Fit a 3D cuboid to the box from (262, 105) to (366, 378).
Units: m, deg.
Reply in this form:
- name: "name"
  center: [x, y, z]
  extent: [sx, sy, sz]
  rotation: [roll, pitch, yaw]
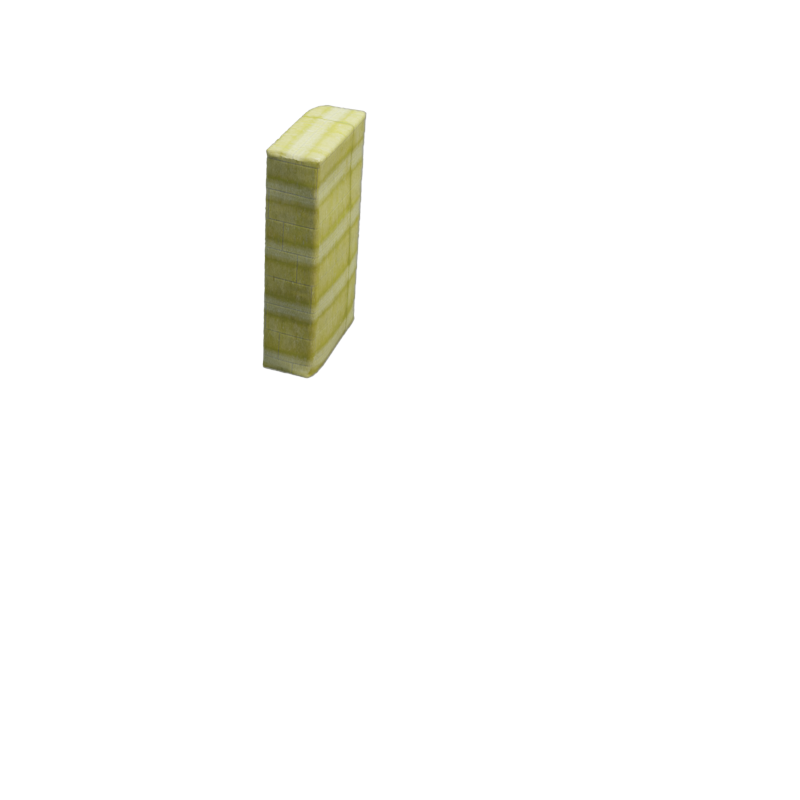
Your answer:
- name: "box"
  center: [-0.062, -0.113, 0.792]
  extent: [0.049, 0.166, 0.096]
  rotation: [11, 32, 15]
